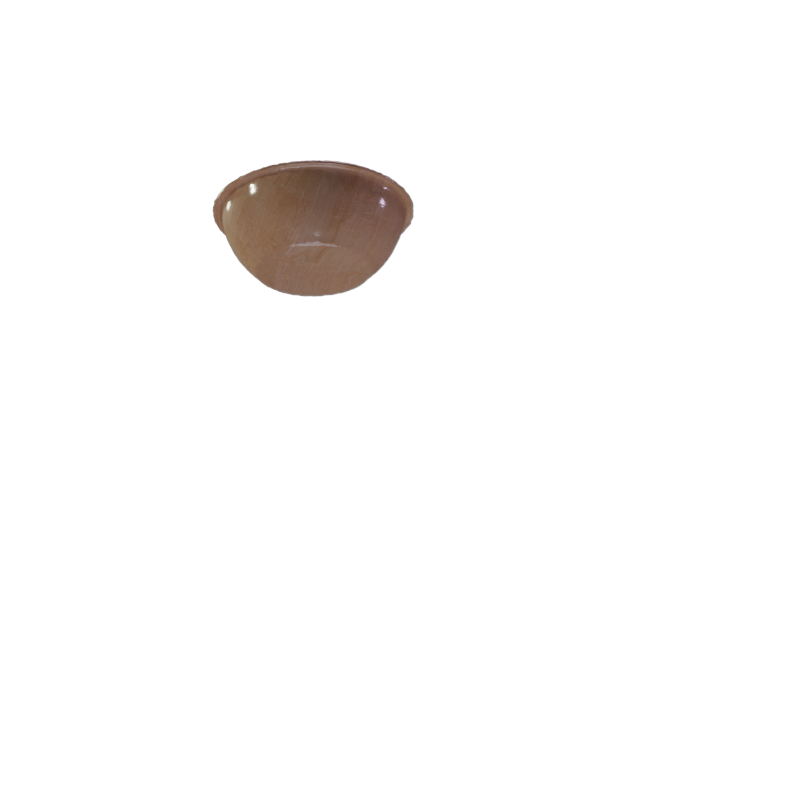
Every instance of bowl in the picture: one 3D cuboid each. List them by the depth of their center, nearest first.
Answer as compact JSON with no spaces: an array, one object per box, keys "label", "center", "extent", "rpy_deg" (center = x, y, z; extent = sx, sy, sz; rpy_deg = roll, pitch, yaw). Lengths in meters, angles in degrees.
[{"label":"bowl","center":[-0.069,-0.126,0.880],"extent":[0.162,0.058,0.154],"rpy_deg":[1,-22,-2]}]
